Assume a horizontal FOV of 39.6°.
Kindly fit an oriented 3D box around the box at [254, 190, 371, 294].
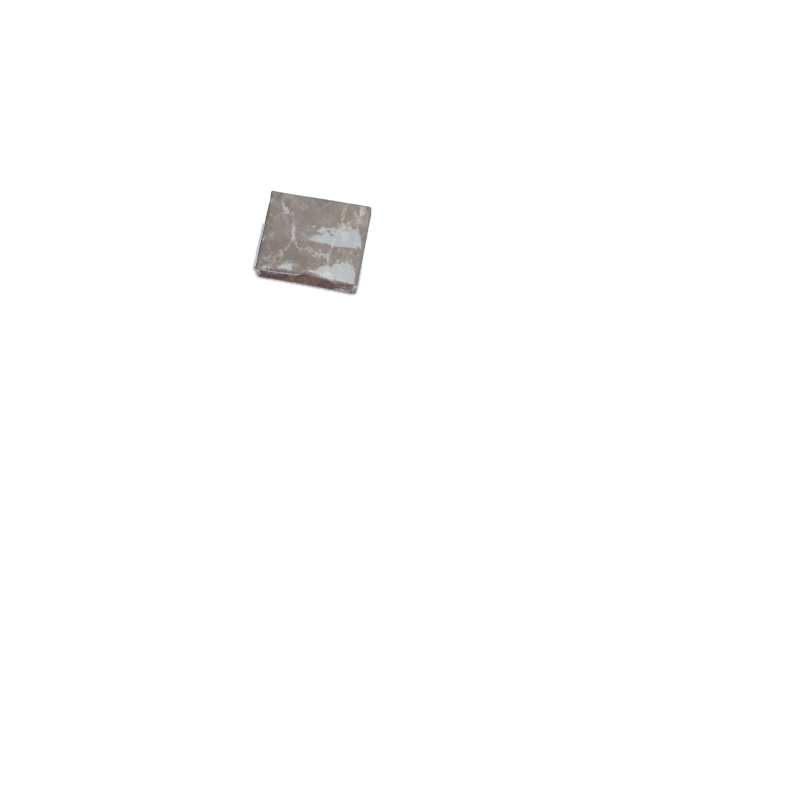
[{"bbox_3d":[-0.074,-0.135,0.949,0.090,0.076,0.029,10,-18,3],"label":"box"}]
